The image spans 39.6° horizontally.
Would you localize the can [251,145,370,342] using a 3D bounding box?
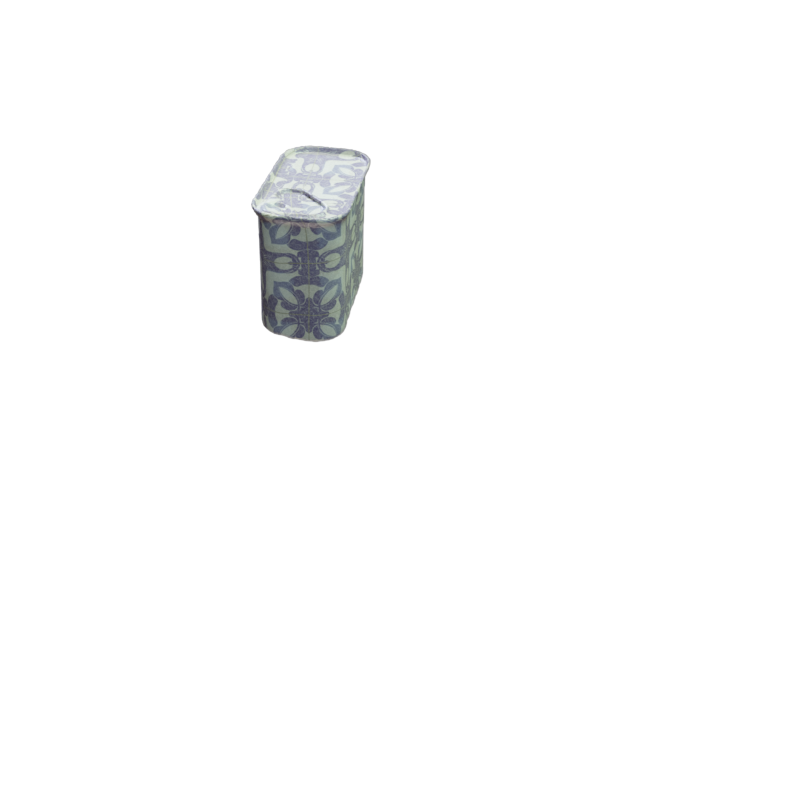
[{"bbox_3d":[-0.053,-0.097,0.676,0.058,0.079,0.107,6,33,7],"label":"can"}]
